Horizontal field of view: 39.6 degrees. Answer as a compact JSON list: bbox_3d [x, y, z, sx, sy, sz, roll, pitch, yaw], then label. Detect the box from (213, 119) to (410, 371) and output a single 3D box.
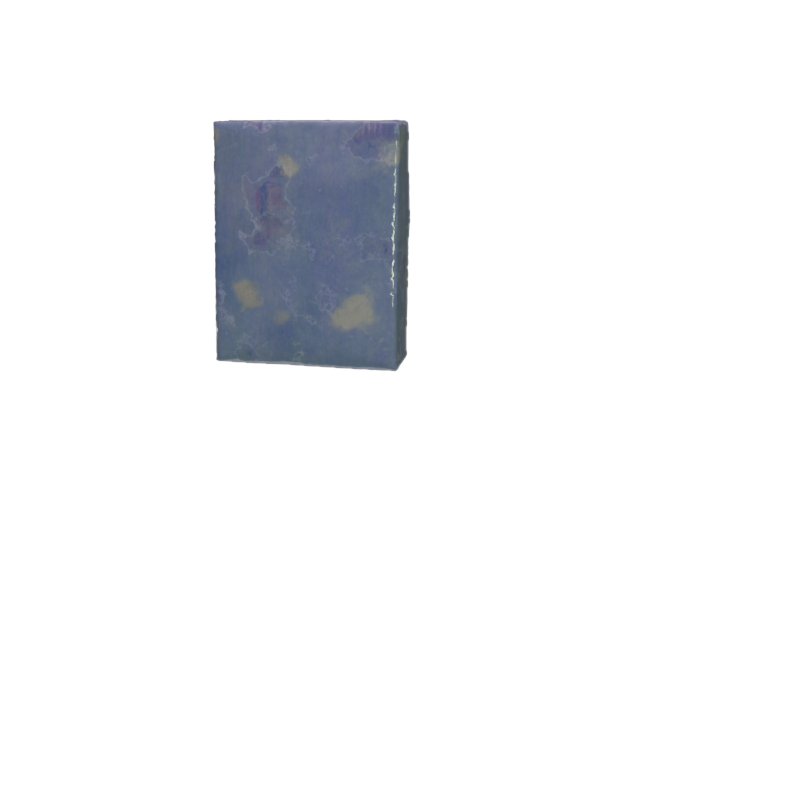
[{"bbox_3d":[-0.076,-0.139,0.977,0.167,0.210,0.072,3,8,12],"label":"box"}]
